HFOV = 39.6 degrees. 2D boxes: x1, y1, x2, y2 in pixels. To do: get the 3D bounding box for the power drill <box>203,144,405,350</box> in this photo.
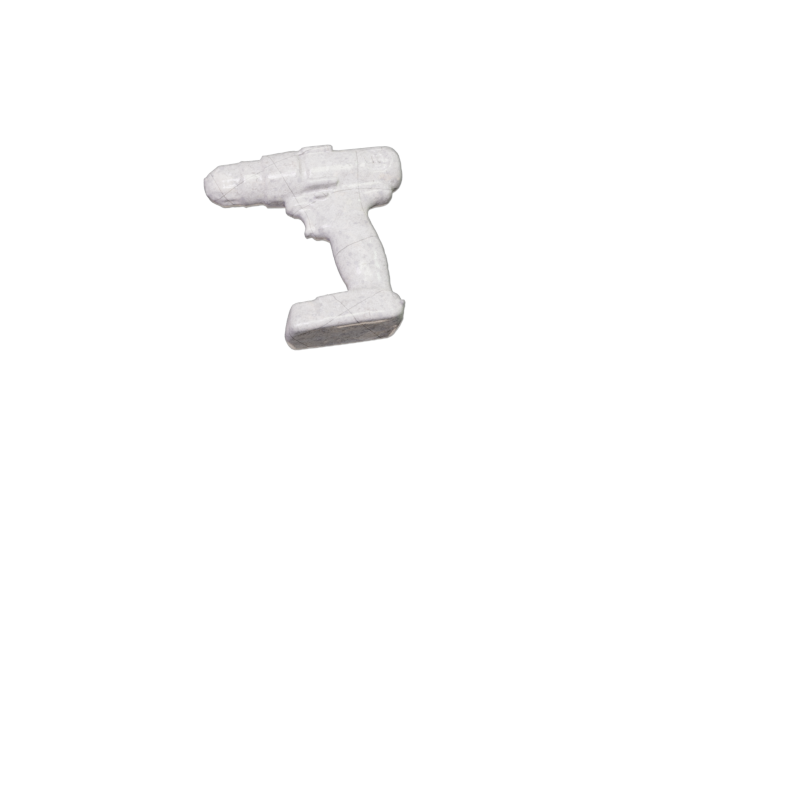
[{"bbox_3d":[-0.078,-0.142,0.998,0.184,0.199,0.054,-8,-24,-4],"label":"power drill"}]
